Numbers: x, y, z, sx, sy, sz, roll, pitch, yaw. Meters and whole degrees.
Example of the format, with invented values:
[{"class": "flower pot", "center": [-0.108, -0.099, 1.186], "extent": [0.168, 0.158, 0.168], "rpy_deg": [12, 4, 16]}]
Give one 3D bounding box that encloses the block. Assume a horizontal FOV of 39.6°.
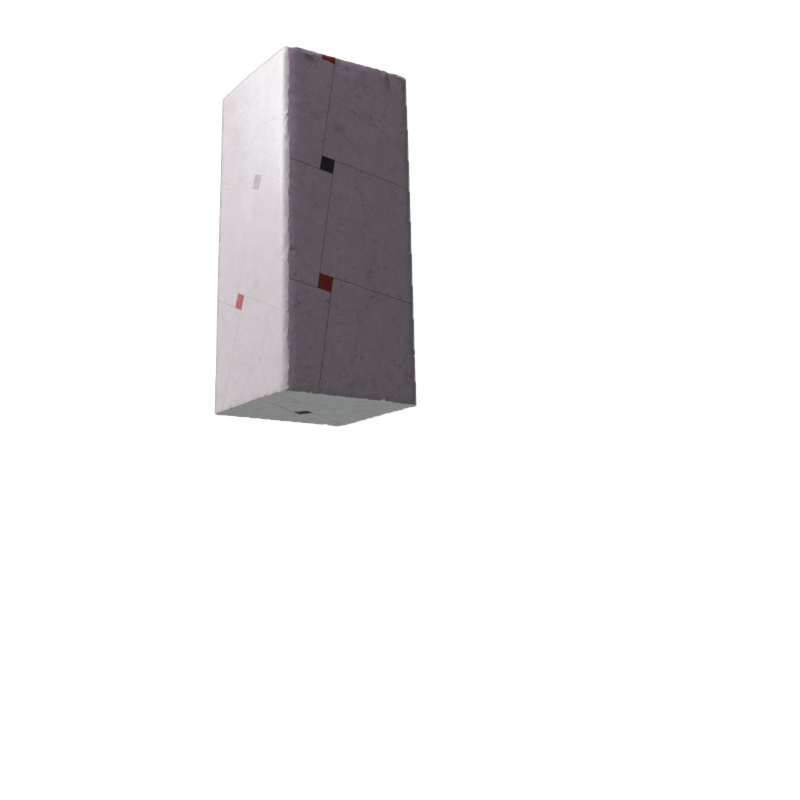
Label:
[{"class": "block", "center": [-0.053, -0.097, 0.675], "extent": [0.087, 0.215, 0.090], "rpy_deg": [9, -20, -32]}]
